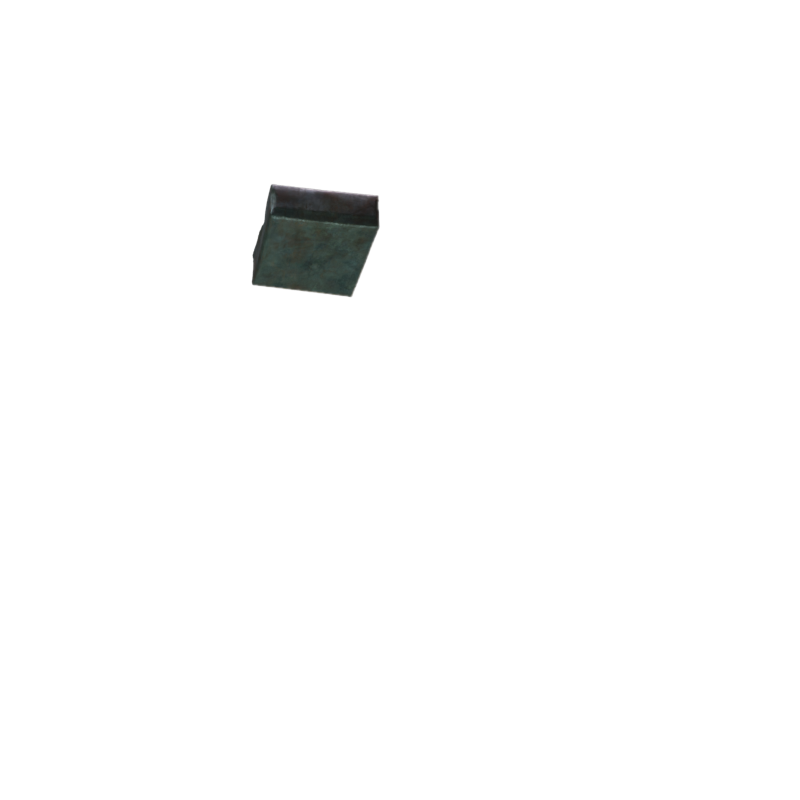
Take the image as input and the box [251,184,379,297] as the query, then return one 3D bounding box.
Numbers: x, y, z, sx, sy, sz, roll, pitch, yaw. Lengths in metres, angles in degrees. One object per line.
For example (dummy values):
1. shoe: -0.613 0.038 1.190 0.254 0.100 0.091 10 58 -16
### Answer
1. box: -0.059 -0.108 0.755 0.072 0.032 0.085 6 -30 -11
